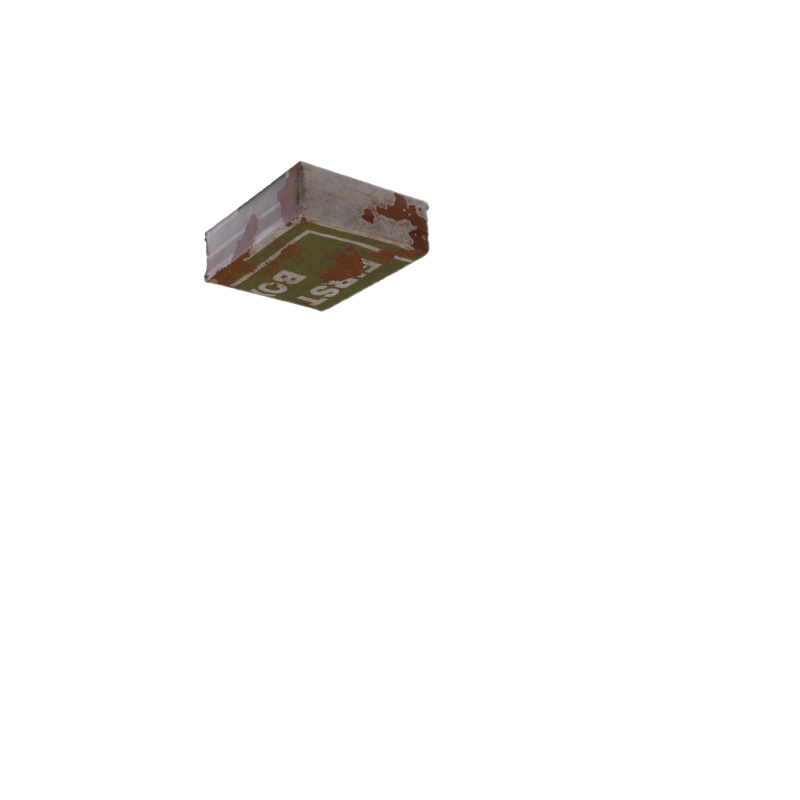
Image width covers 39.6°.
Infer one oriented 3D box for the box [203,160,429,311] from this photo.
[{"bbox_3d":[-0.051,-0.093,0.654,0.085,0.041,0.113,15,-26,-33],"label":"box"}]
